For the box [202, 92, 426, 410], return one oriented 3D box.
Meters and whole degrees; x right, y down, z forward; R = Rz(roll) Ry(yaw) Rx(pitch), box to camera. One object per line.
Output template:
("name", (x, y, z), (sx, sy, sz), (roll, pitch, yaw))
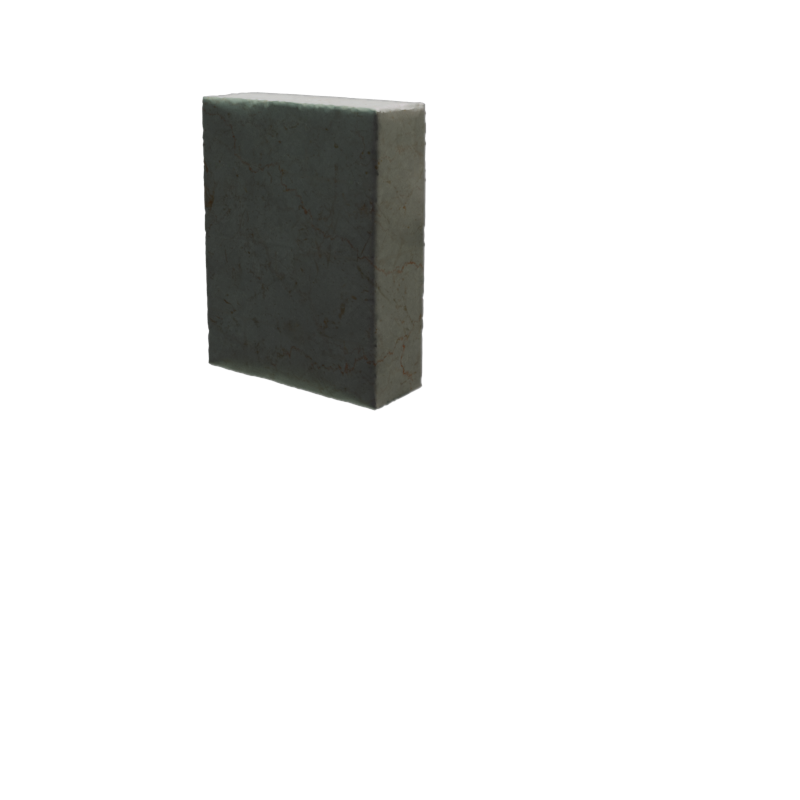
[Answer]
("box", (-0.065, -0.118, 0.825), (0.172, 0.207, 0.070), (12, 17, 36))
